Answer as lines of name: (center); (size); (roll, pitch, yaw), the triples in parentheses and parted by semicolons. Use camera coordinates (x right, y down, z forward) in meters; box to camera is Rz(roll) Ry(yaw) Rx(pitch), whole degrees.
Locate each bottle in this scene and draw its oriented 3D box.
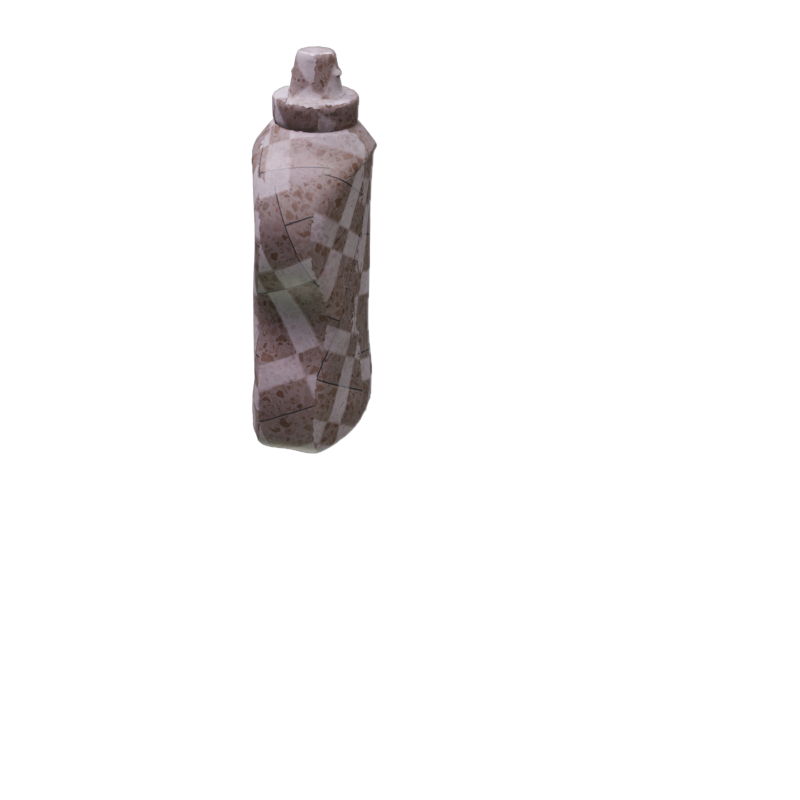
bottle: (-0.042, -0.078, 0.547); (0.060, 0.182, 0.099); (8, 26, 13)
